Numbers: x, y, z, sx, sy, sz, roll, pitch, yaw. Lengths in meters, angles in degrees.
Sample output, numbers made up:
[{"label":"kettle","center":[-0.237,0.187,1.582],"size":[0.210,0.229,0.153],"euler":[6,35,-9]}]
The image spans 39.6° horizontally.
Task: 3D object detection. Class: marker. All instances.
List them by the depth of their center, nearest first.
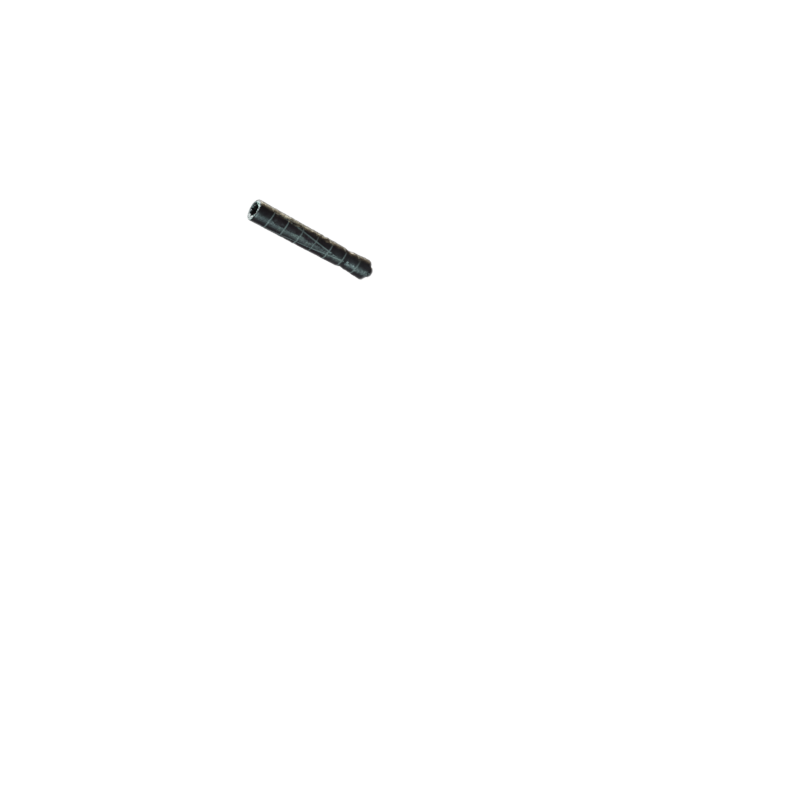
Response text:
[{"label":"marker","center":[-0.072,-0.131,0.914],"size":[0.115,0.020,0.020],"euler":[26,-10,-27]}]
